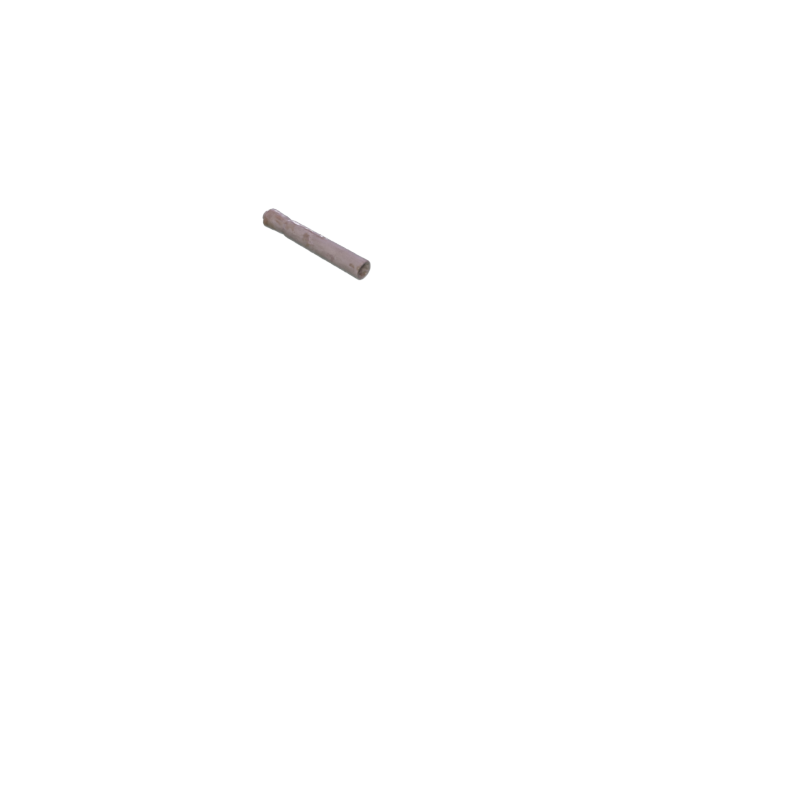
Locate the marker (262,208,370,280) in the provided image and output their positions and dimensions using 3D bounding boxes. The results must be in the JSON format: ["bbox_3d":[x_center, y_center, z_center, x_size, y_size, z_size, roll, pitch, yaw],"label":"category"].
[{"bbox_3d":[-0.077,-0.141,0.985,0.129,0.019,0.019,33,21,32],"label":"marker"}]
